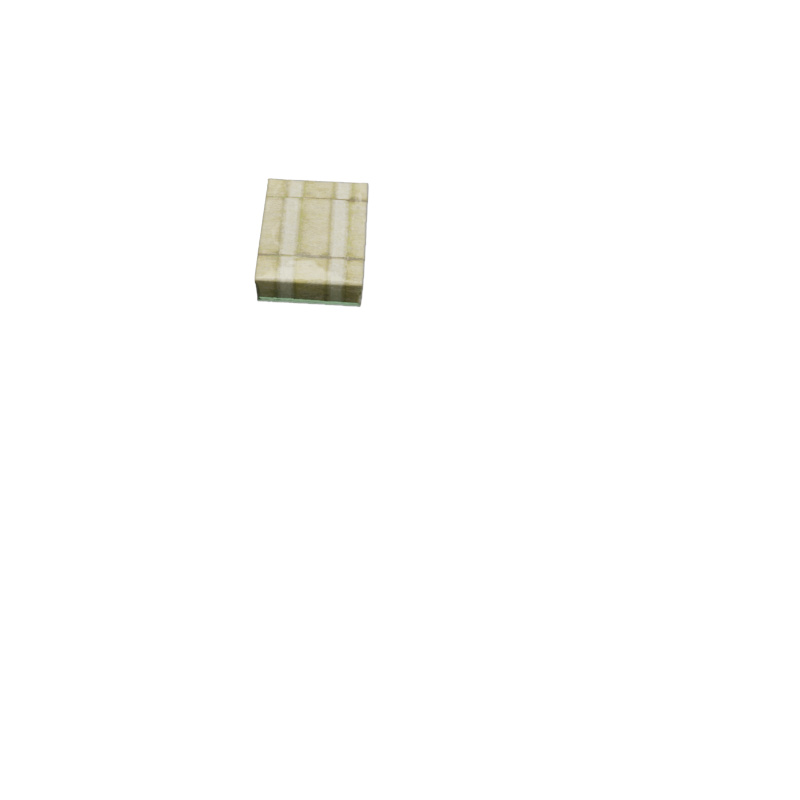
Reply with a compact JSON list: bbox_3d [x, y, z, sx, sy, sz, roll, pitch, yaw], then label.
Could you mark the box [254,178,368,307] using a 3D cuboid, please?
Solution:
[{"bbox_3d":[-0.074,-0.136,0.949,0.090,0.121,0.036,2,-36,1],"label":"box"}]
